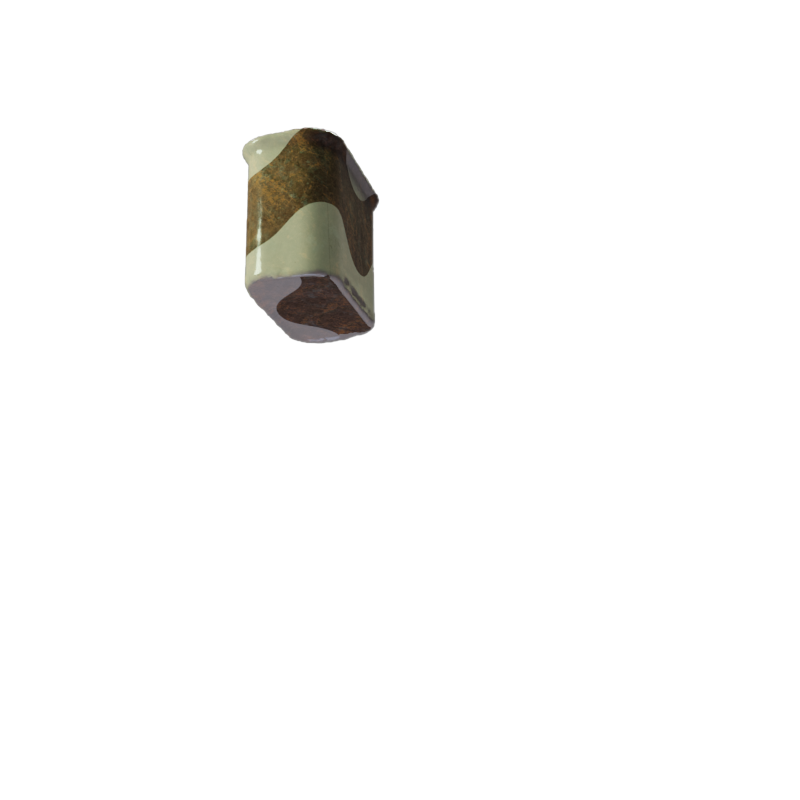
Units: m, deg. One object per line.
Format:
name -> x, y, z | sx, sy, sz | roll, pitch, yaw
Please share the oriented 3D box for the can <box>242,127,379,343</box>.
can -> -0.048, -0.087, 0.611 | 0.058, 0.088, 0.095 | -8, -23, 15
